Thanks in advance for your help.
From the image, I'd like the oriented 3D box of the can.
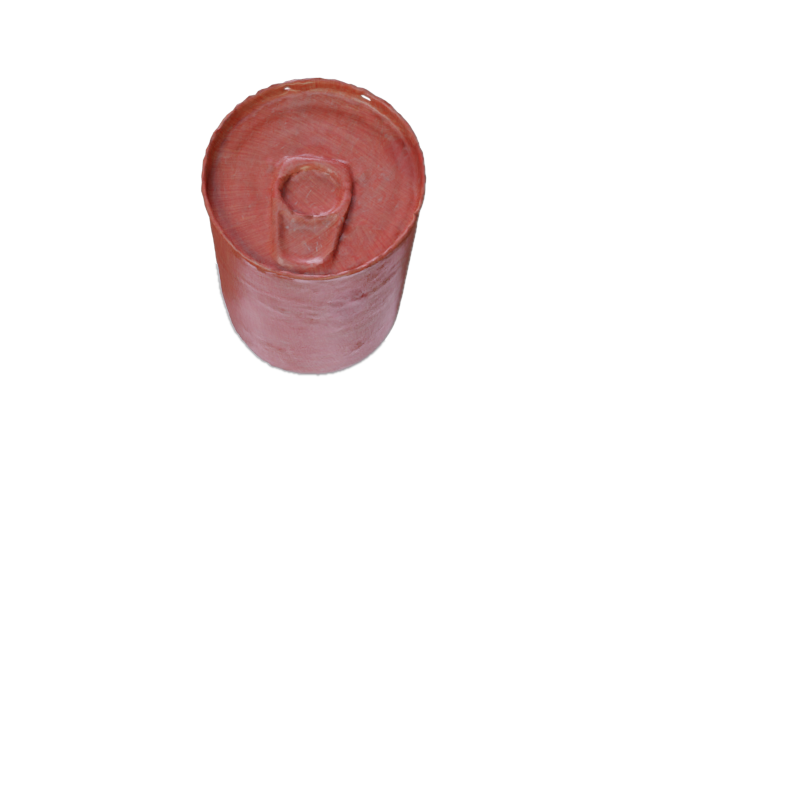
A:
[{"bbox_3d":[-0.030,-0.054,0.379,0.068,0.072,0.098,0,-19,-3],"label":"can"}]
